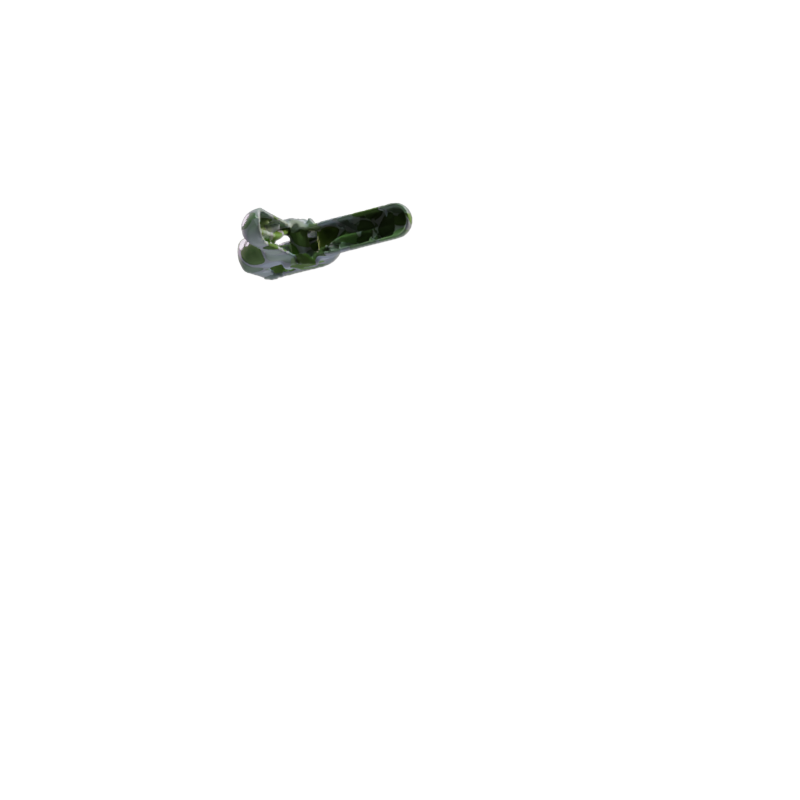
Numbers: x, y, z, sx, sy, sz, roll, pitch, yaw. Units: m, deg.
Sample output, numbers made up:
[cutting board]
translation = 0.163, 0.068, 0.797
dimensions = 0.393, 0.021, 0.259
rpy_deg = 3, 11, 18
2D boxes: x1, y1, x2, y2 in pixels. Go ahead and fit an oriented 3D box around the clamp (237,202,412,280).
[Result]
[clamp]
translation = -0.064, -0.117, 0.819
dimensions = 0.118, 0.040, 0.172
rpy_deg = 0, -1, -12
